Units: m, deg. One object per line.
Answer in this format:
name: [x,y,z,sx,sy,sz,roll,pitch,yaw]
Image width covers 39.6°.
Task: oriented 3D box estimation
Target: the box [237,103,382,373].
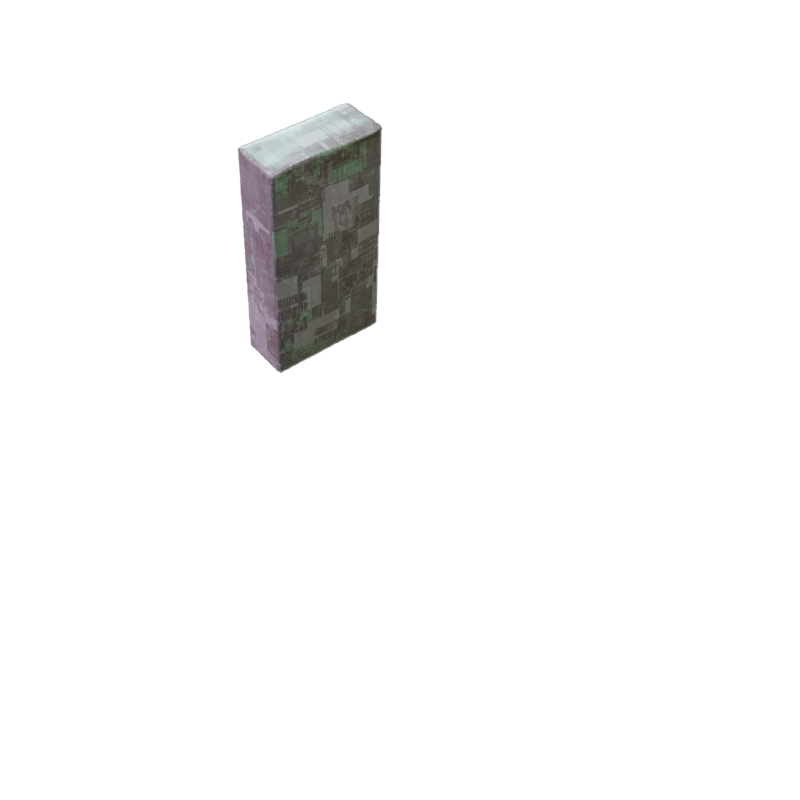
box: [-0.060,-0.110,0.771,0.093,0.164,0.052,-29,53,-28]
